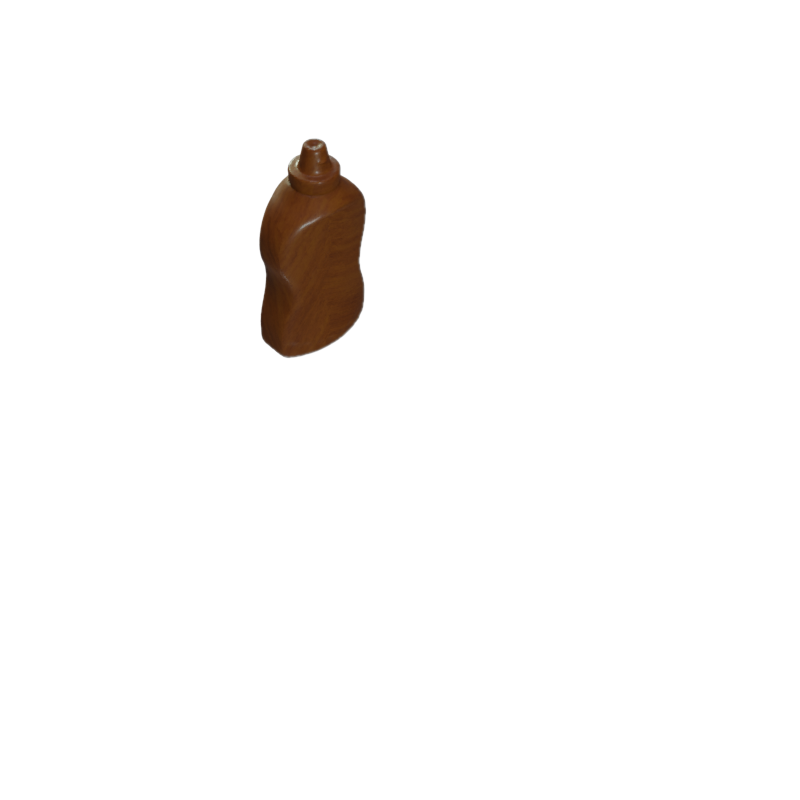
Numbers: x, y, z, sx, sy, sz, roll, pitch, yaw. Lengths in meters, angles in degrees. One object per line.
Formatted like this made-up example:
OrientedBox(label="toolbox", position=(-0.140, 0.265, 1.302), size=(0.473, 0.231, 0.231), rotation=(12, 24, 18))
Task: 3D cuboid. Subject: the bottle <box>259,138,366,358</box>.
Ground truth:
OrientedBox(label="bottle", position=(-0.070, -0.128, 0.896), size=(0.096, 0.179, 0.062), rotation=(-31, 53, -31))
